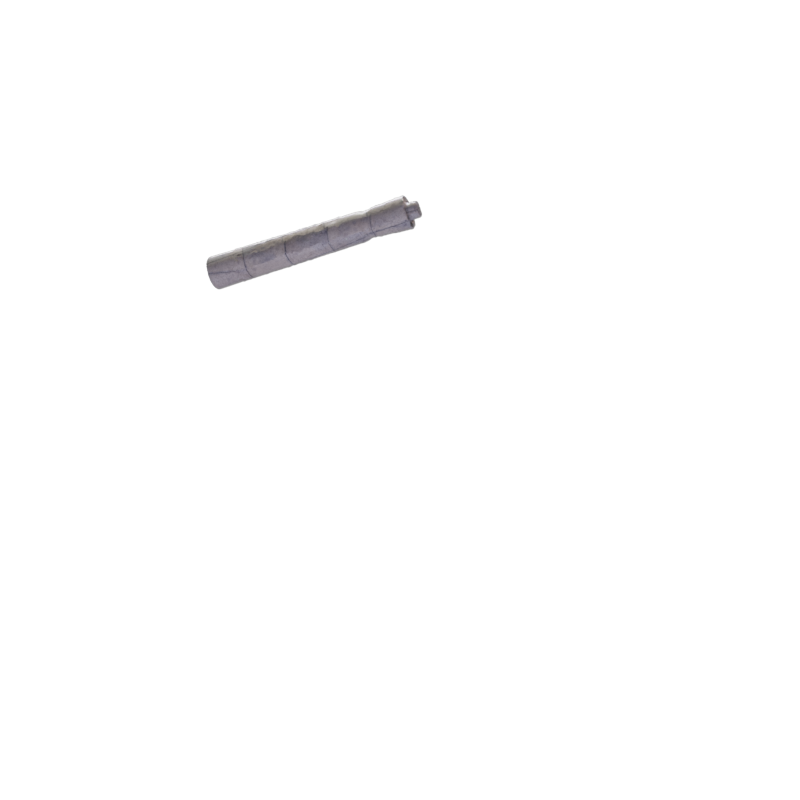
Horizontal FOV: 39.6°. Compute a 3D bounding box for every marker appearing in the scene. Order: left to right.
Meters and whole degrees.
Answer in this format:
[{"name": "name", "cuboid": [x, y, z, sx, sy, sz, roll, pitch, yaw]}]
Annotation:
[{"name": "marker", "cuboid": [-0.047, -0.085, 0.597, 0.122, 0.020, 0.019, -15, 0, 16]}]
